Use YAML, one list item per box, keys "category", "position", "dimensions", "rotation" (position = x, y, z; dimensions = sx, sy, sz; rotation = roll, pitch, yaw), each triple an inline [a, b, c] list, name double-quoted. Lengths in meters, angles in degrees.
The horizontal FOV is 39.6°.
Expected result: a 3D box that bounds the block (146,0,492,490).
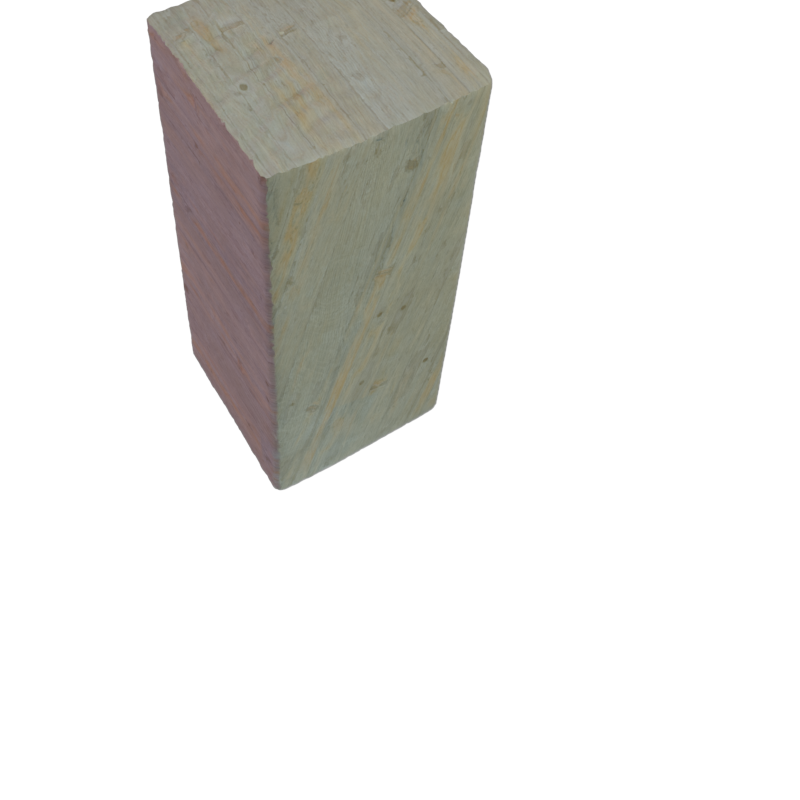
- category: "block"
  position: [-0.035, -0.064, 0.451]
  dimensions: [0.090, 0.097, 0.193]
  rotation: [-26, -29, -20]
